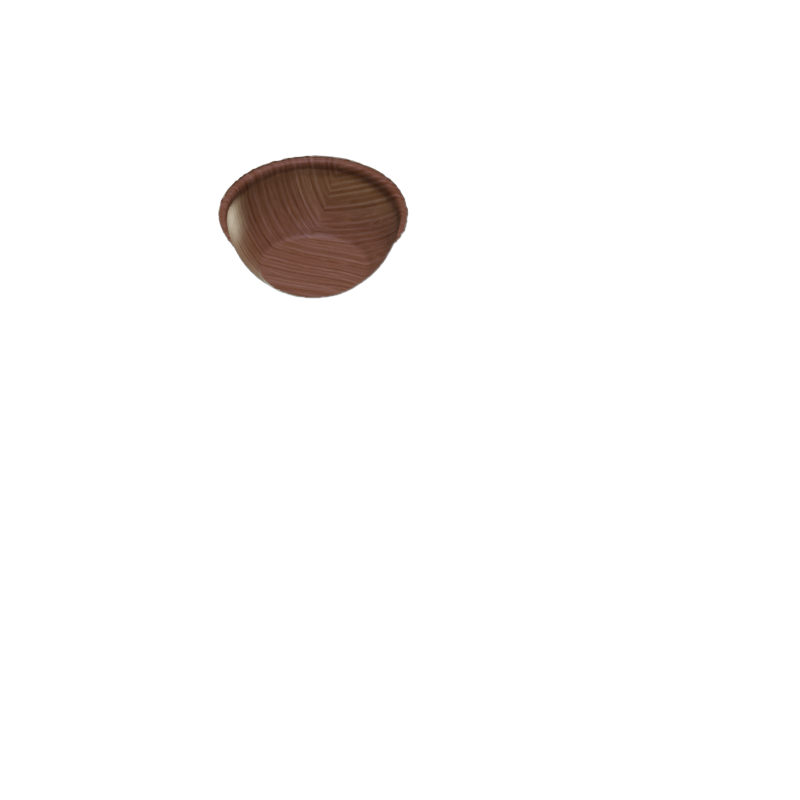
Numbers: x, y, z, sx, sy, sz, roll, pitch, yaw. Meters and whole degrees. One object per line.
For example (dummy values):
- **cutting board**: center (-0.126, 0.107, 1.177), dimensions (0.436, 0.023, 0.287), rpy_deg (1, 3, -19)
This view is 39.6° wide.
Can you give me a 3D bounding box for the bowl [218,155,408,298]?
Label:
- **bowl**: center (-0.073, -0.132, 0.928), dimensions (0.162, 0.059, 0.152), rpy_deg (1, -31, -2)
